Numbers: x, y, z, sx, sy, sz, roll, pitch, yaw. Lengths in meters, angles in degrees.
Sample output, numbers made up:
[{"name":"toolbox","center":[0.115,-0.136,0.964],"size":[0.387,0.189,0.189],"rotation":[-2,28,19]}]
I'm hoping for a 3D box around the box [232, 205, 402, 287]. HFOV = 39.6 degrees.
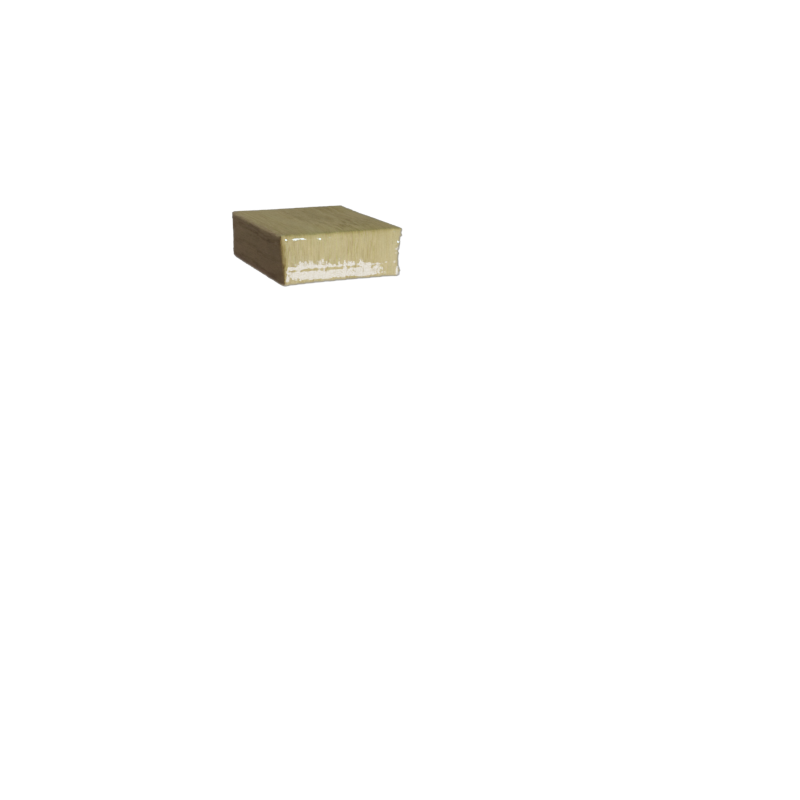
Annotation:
[{"name":"box","center":[-0.062,-0.114,0.796],"size":[0.088,0.037,0.120],"rotation":[-8,21,-22]}]
